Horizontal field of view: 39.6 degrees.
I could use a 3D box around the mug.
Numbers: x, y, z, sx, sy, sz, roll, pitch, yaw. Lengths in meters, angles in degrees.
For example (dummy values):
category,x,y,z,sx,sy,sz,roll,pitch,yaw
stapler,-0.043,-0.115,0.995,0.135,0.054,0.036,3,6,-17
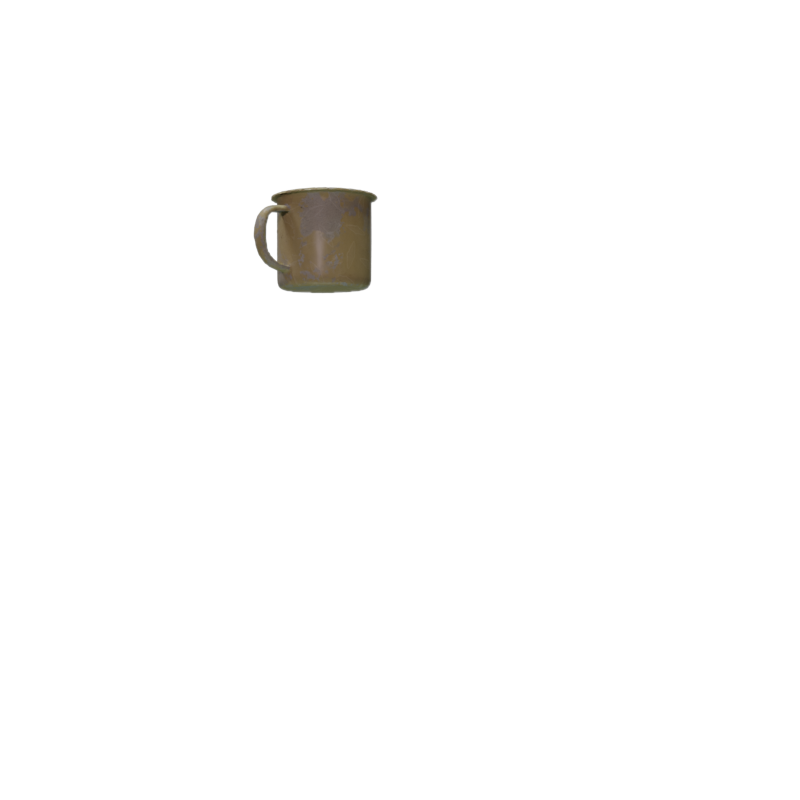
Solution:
category,x,y,z,sx,sy,sz,roll,pitch,yaw
mug,-0.075,-0.136,0.956,0.112,0.083,0.096,2,-4,-41
